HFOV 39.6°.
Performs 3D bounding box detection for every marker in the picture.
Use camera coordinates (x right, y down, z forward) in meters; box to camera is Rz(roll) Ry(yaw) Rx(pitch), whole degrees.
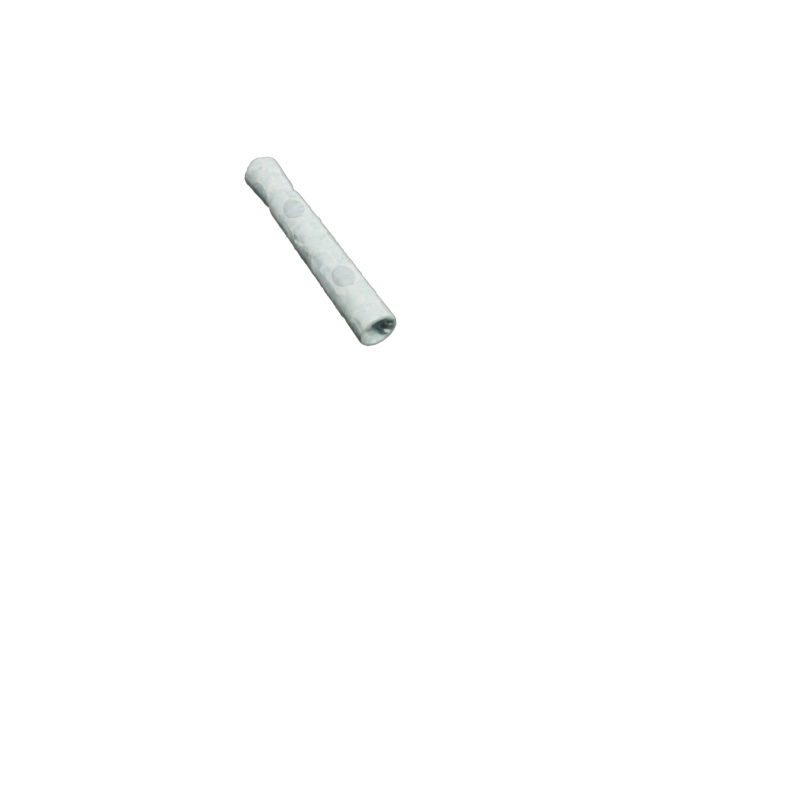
[{"bbox_3d":[-0.040,-0.073,0.514,0.019,0.019,0.131,-2,44,-39],"label":"marker"}]
